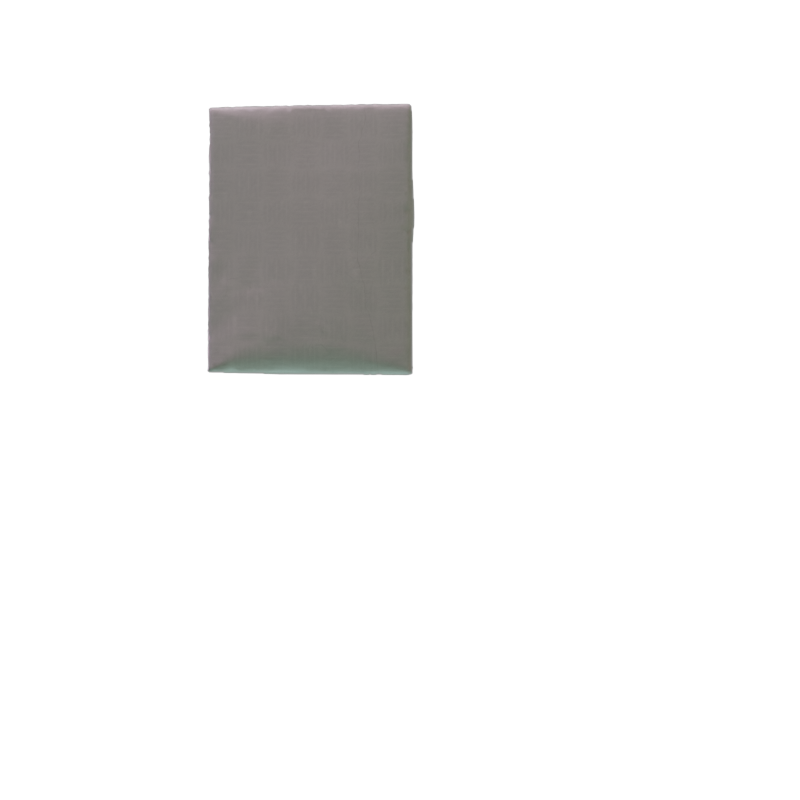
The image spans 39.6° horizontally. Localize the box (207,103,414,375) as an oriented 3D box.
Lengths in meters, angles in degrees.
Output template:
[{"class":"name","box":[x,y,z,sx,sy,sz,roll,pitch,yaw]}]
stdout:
[{"class":"box","box":[-0.071,-0.129,0.903,0.165,0.215,0.071,0,-3,4]}]
